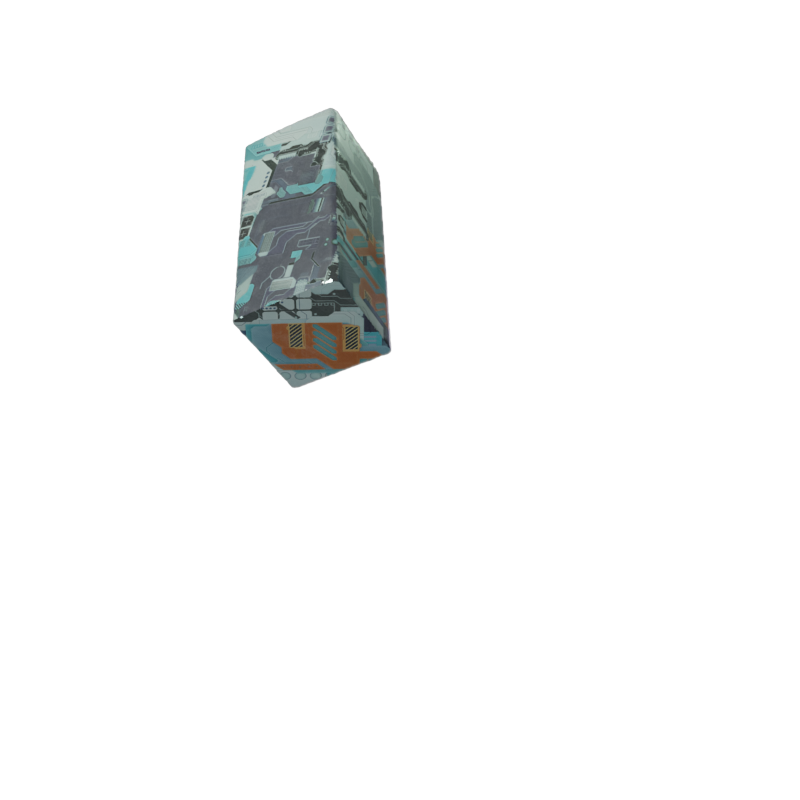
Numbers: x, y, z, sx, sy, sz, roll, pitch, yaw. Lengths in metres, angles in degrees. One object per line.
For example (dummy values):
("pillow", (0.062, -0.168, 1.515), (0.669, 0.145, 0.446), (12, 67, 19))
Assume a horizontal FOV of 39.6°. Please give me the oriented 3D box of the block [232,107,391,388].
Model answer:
("block", (-0.069, -0.128, 0.892), (0.091, 0.221, 0.084), (-22, -46, 18))
